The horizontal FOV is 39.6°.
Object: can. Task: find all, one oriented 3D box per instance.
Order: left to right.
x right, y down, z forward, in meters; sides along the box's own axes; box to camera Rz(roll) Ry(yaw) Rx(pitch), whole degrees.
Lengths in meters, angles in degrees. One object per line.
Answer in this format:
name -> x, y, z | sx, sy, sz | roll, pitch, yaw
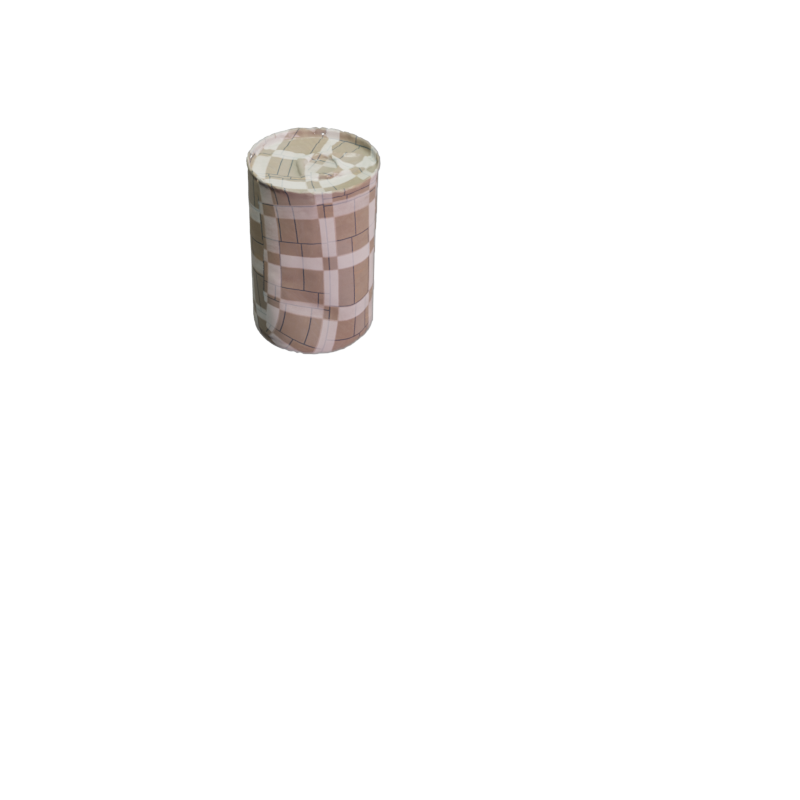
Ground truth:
can -> -0.046, -0.084, 0.588 | 0.068, 0.096, 0.073 | 0, 37, -3
